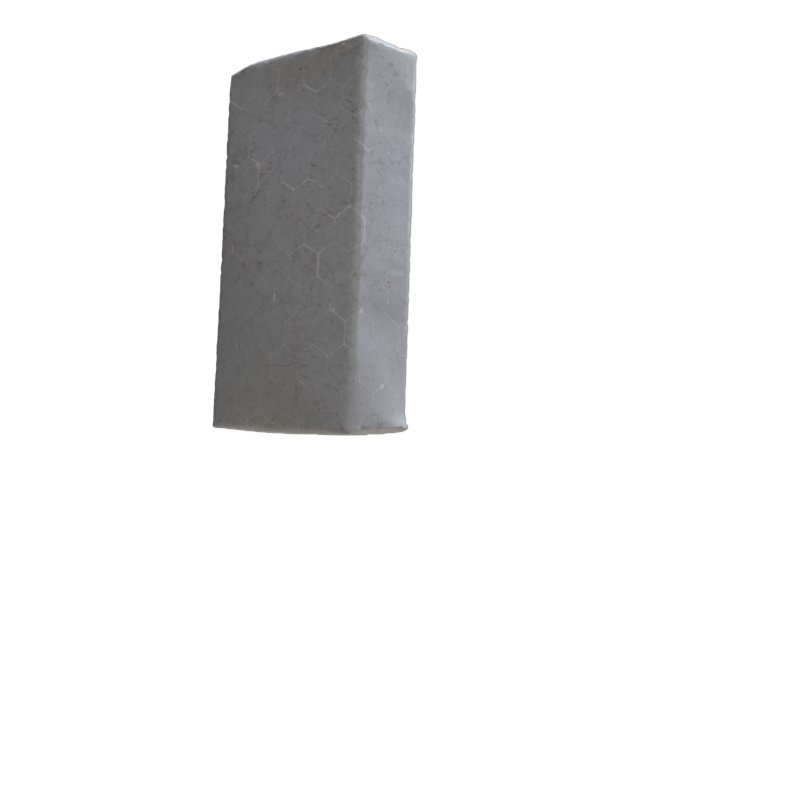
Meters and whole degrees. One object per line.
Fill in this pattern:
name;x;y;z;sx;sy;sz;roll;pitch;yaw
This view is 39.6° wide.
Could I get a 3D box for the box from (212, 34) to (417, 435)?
box;-0.041;-0.074;0.517;0.096;0.179;0.046;-5;-8;42
